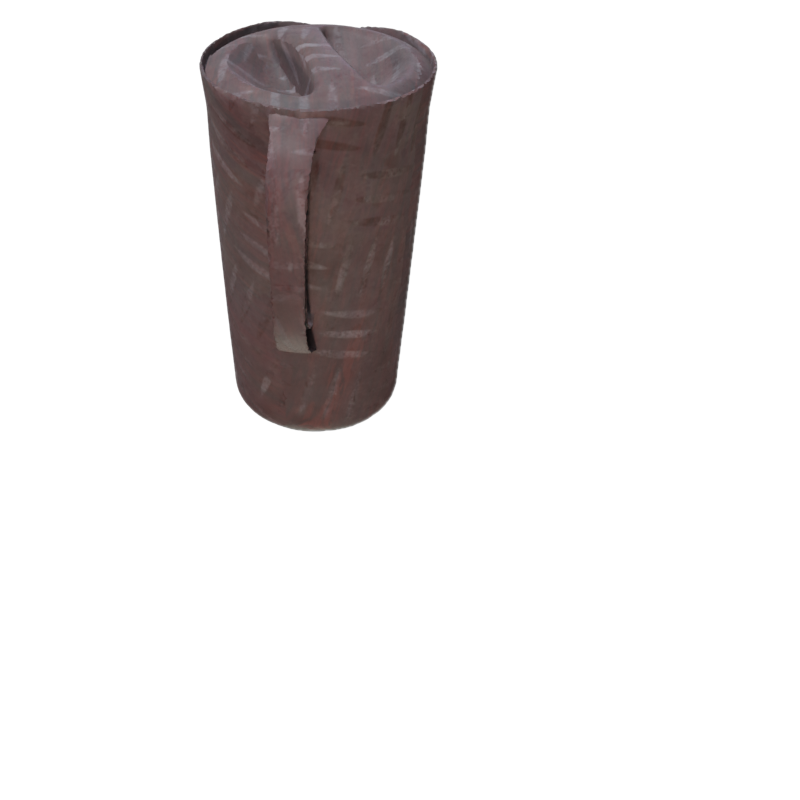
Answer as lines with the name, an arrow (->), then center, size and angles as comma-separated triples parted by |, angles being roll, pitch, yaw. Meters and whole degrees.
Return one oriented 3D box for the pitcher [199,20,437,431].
pitcher -> -0.053, -0.096, 0.674 | 0.148, 0.228, 0.156 | -24, 43, -32
